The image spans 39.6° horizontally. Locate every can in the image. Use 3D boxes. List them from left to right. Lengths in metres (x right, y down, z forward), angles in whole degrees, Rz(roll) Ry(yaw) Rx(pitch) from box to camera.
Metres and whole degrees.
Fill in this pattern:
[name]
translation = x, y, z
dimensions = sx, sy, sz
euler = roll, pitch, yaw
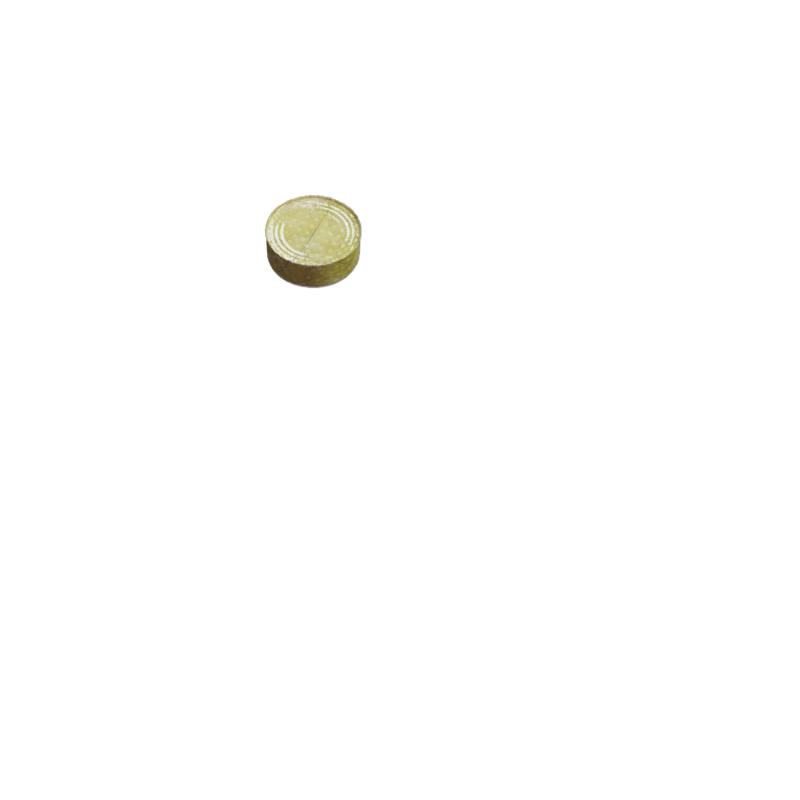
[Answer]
[can]
translation = -0.077, -0.141, 0.990
dimensions = 0.086, 0.092, 0.031
euler = -1, -39, -1
